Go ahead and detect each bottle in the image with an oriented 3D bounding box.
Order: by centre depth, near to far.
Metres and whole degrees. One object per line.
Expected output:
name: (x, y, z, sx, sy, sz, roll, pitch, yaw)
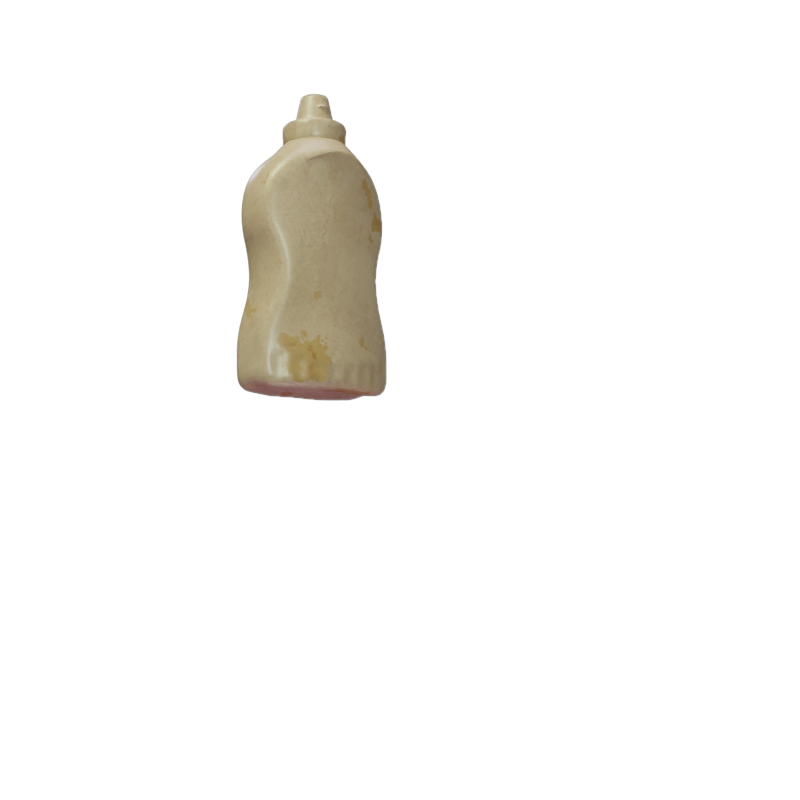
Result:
bottle: (-0.054, -0.099, 0.694, 0.092, 0.198, 0.059, 9, -17, -36)
